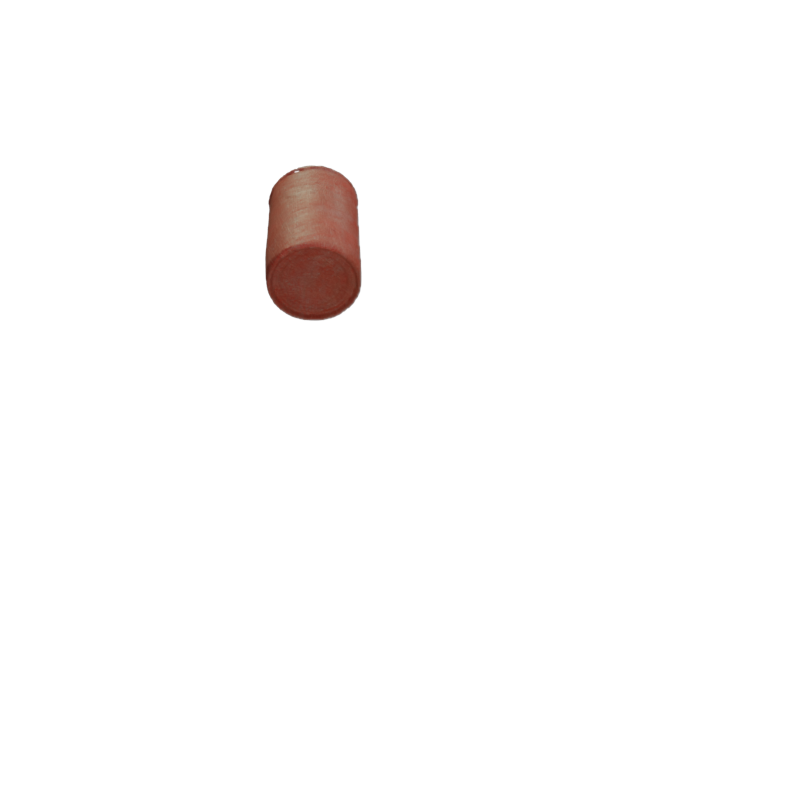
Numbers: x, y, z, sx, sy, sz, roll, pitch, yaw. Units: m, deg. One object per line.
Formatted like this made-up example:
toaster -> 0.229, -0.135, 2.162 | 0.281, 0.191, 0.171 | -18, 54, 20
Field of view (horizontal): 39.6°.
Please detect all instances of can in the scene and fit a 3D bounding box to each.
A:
can -> -0.063, -0.114, 0.800 | 0.068, 0.064, 0.110 | -1, 40, -3
